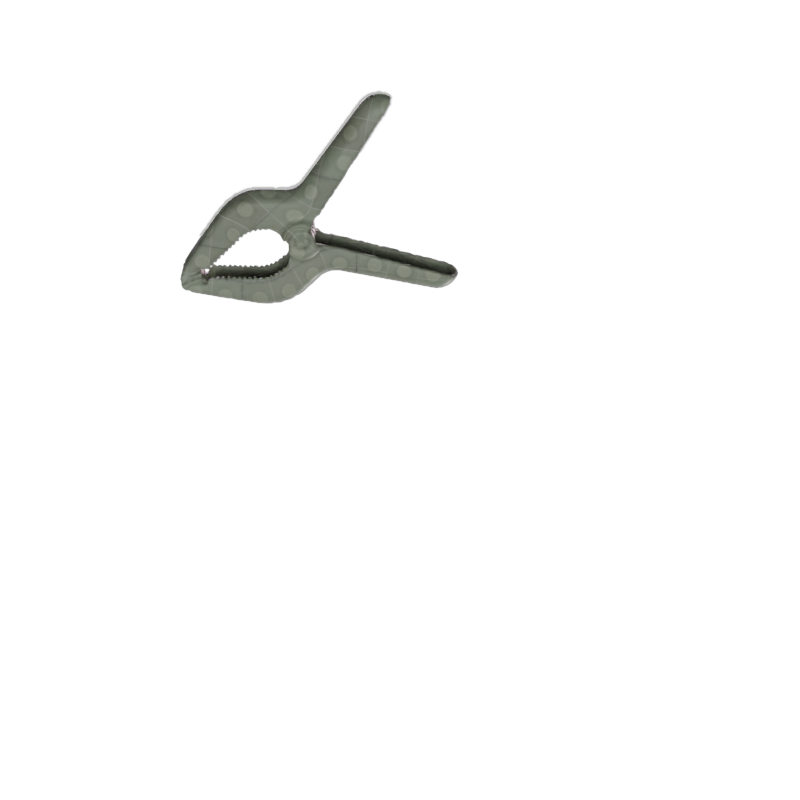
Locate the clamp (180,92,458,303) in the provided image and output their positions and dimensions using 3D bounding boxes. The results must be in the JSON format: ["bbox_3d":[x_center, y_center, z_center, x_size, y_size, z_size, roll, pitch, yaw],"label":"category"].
[{"bbox_3d":[-0.067,-0.123,0.858,0.210,0.156,0.038,-26,22,11],"label":"clamp"}]
